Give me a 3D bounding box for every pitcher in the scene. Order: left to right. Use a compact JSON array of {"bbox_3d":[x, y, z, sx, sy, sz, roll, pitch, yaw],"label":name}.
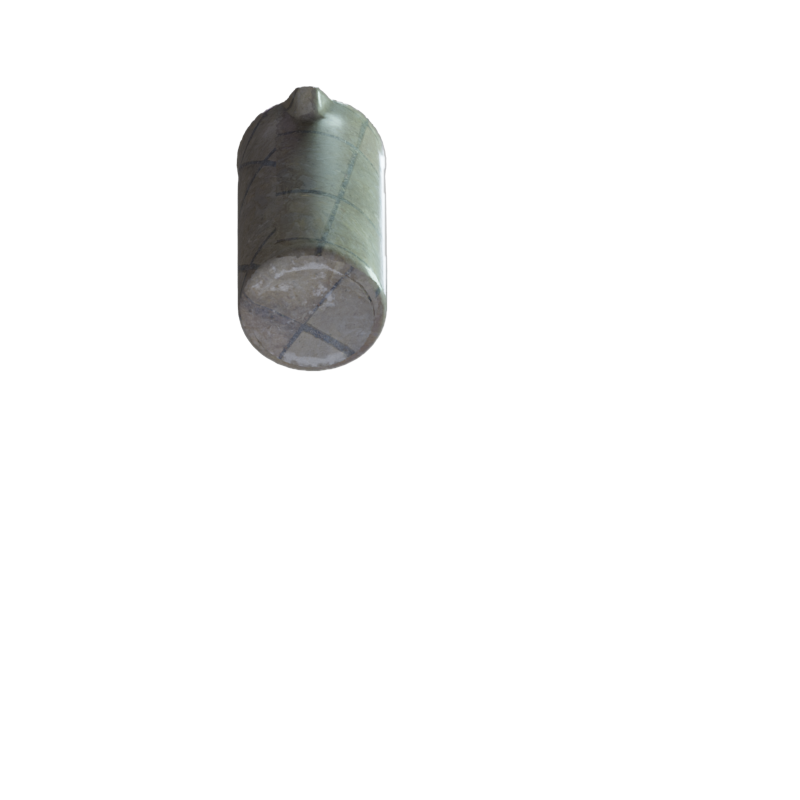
[{"bbox_3d":[-0.070,-0.128,0.898,0.143,0.260,0.141,-39,-60,24],"label":"pitcher"}]
